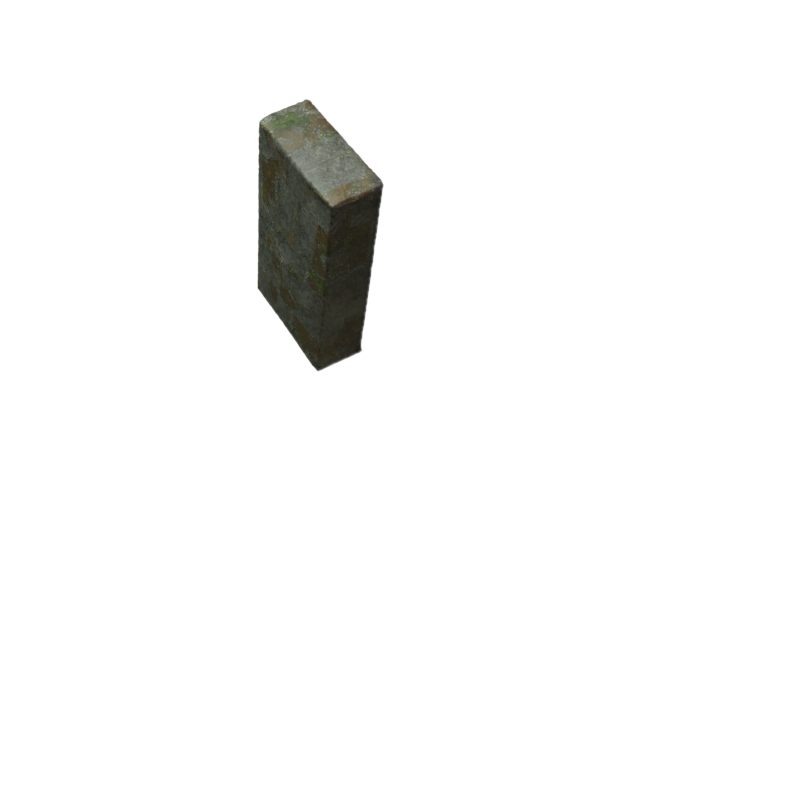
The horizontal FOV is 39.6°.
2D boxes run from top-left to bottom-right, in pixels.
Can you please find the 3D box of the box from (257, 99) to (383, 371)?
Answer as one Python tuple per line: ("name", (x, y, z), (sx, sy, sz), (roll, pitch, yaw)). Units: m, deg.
("box", (-0.060, -0.108, 0.757), (0.048, 0.100, 0.165), (-26, -30, -20))
